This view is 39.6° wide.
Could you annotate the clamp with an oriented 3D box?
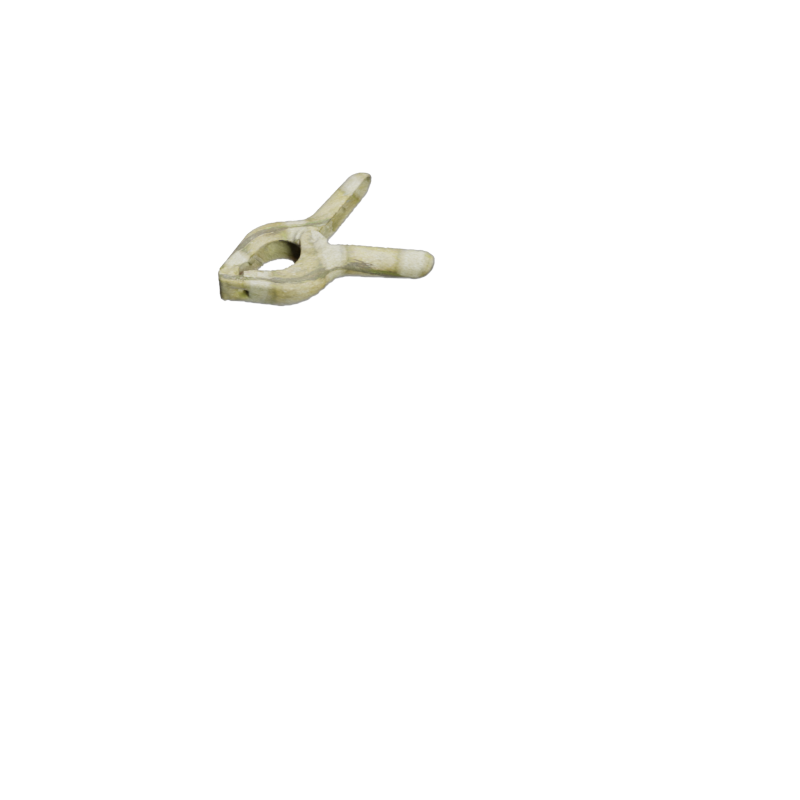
[{"bbox_3d":[-0.071,-0.129,0.904,0.170,0.036,0.130,-14,47,-14],"label":"clamp"}]
